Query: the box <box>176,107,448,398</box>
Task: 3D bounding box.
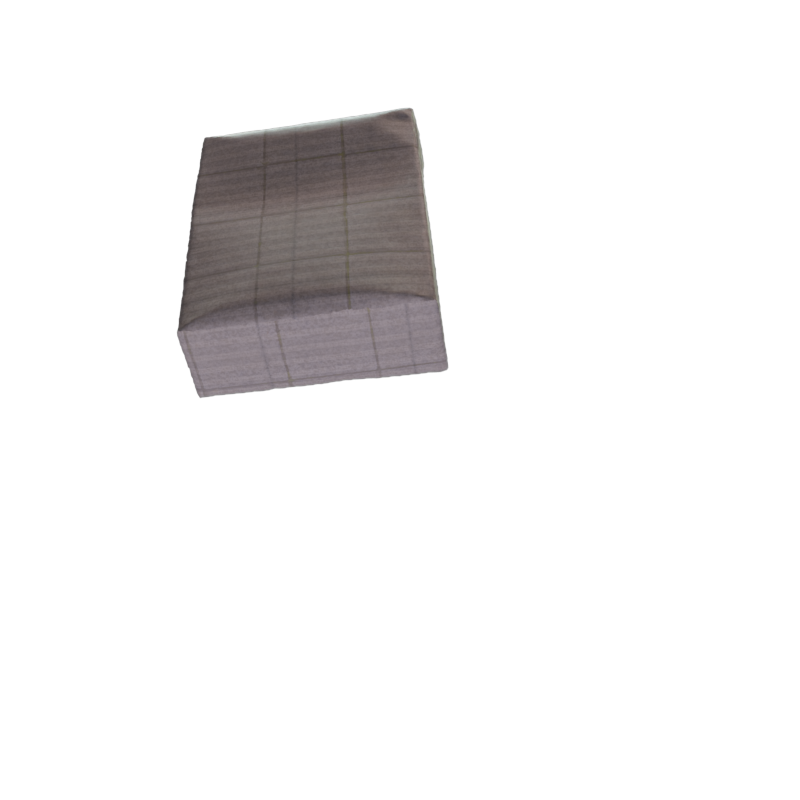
[{"bbox_3d":[-0.060,-0.109,0.766,0.165,0.230,0.066,-7,-45,4],"label":"box"}]
